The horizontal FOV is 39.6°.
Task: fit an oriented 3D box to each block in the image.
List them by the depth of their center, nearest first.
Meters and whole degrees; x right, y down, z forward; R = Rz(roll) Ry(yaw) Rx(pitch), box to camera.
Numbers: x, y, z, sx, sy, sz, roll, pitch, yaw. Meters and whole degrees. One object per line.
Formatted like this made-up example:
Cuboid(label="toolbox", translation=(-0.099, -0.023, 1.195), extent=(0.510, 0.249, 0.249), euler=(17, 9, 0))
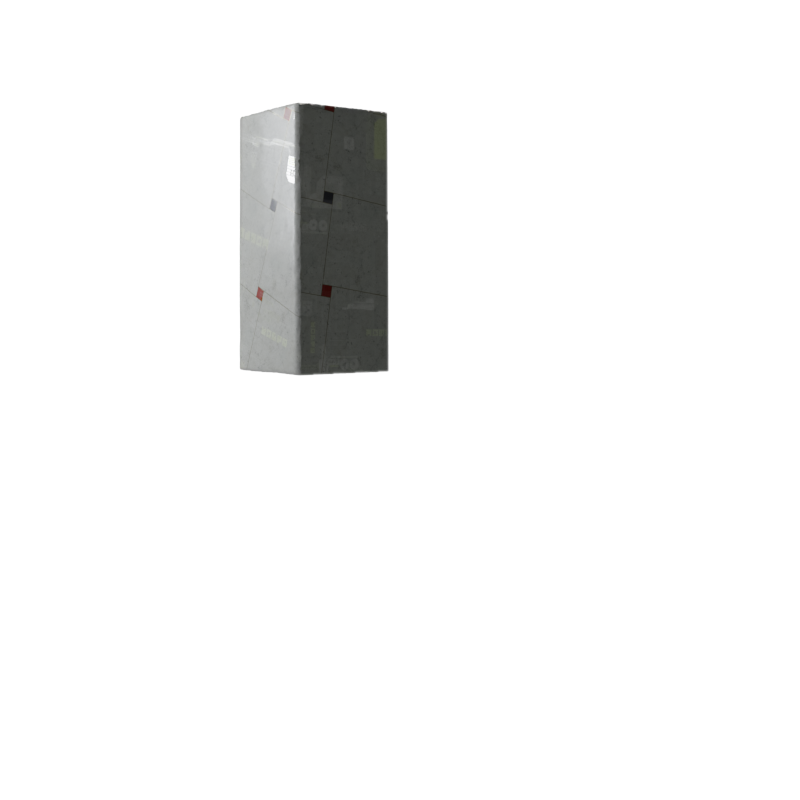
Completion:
Cuboid(label="block", translation=(-0.070, -0.127, 0.891), extent=(0.087, 0.207, 0.093), euler=(1, -2, -37))
